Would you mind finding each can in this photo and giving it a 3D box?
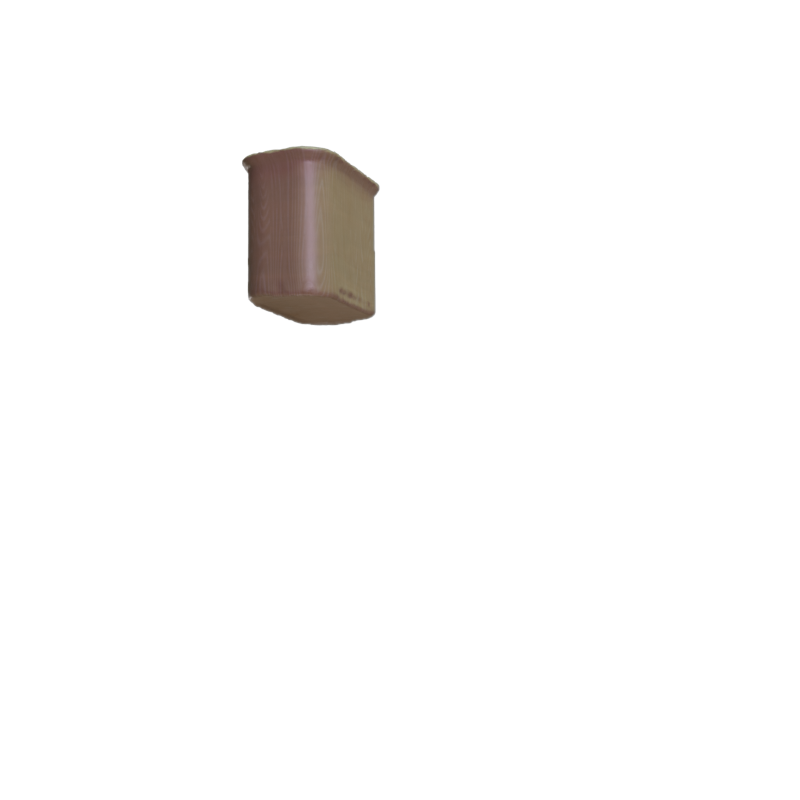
[{"bbox_3d":[-0.051,-0.093,0.650,0.059,0.086,0.097,-5,-11,21],"label":"can"}]
